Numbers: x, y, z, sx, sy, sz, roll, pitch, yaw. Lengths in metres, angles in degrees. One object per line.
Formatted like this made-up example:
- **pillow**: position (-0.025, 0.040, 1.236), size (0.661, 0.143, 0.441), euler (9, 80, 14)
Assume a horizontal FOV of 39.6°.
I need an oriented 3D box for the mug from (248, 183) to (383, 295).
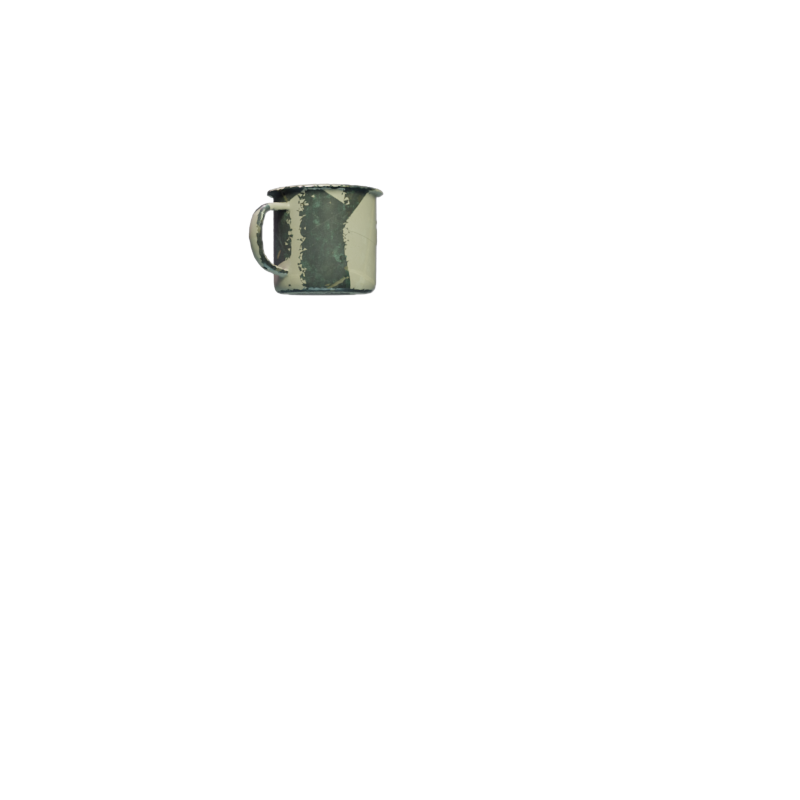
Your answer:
- **mug**: position (-0.068, -0.125, 0.874), size (0.112, 0.082, 0.096), euler (0, -1, -43)
